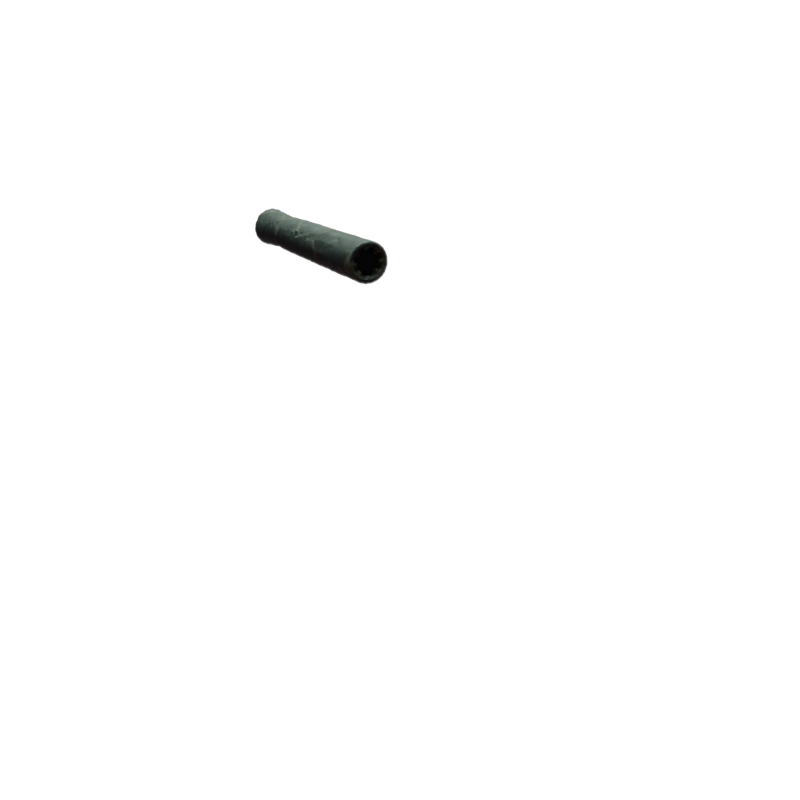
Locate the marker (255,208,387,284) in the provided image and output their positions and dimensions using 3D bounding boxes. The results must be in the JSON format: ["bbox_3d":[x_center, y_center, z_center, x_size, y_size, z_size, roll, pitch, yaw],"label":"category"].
[{"bbox_3d":[-0.041,-0.075,0.526,0.019,0.019,0.128,-2,16,-26],"label":"marker"}]
